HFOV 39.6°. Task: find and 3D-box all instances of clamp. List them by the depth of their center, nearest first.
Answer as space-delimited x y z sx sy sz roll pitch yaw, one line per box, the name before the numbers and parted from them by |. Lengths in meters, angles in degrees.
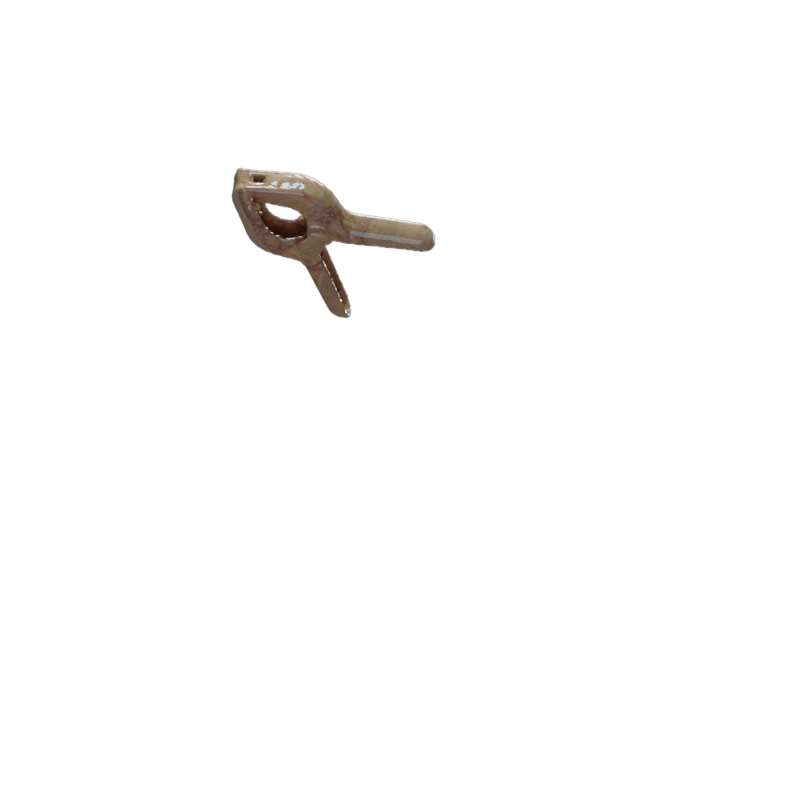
clamp | -0.071 -0.130 0.910 0.165 0.117 0.042 25 34 -19
